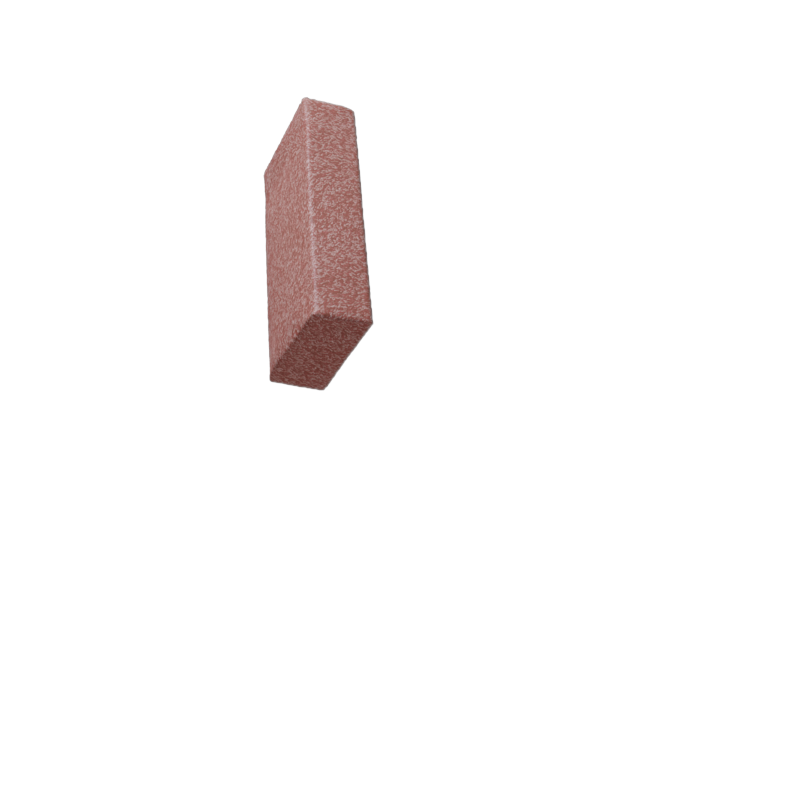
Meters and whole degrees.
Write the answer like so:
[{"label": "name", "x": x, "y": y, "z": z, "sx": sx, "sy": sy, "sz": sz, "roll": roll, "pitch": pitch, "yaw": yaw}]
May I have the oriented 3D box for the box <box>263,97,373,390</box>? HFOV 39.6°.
[{"label": "box", "x": -0.058, "y": -0.106, "z": 0.744, "sx": 0.046, "sy": 0.188, "sz": 0.090, "roll": 11, "pitch": -35, "yaw": -21}]
